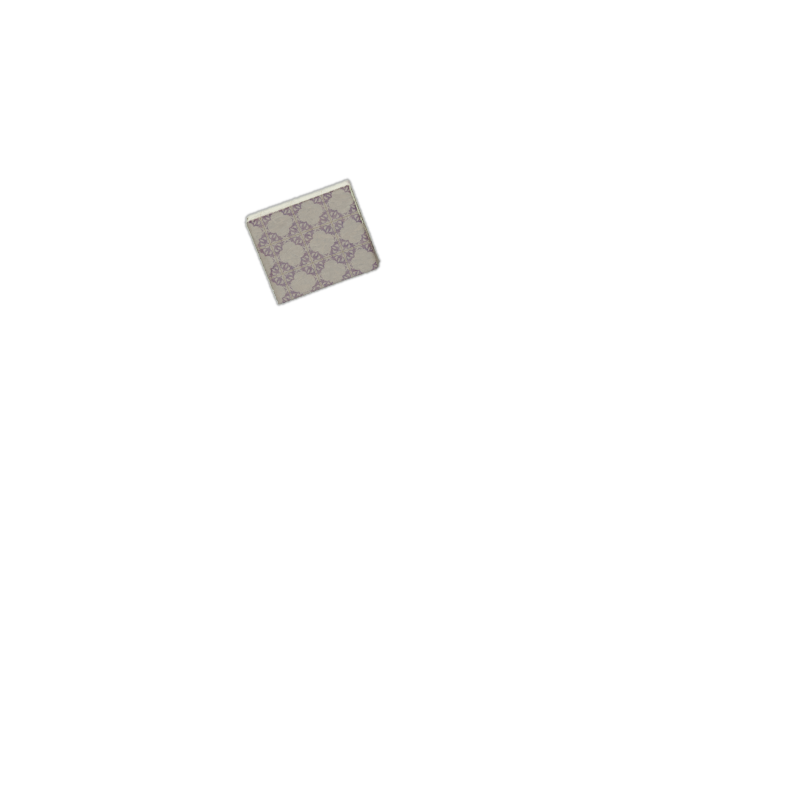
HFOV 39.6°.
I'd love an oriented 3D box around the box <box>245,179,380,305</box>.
[{"bbox_3d":[-0.069,-0.126,0.884,0.089,0.071,0.031,-20,13,4],"label":"box"}]
